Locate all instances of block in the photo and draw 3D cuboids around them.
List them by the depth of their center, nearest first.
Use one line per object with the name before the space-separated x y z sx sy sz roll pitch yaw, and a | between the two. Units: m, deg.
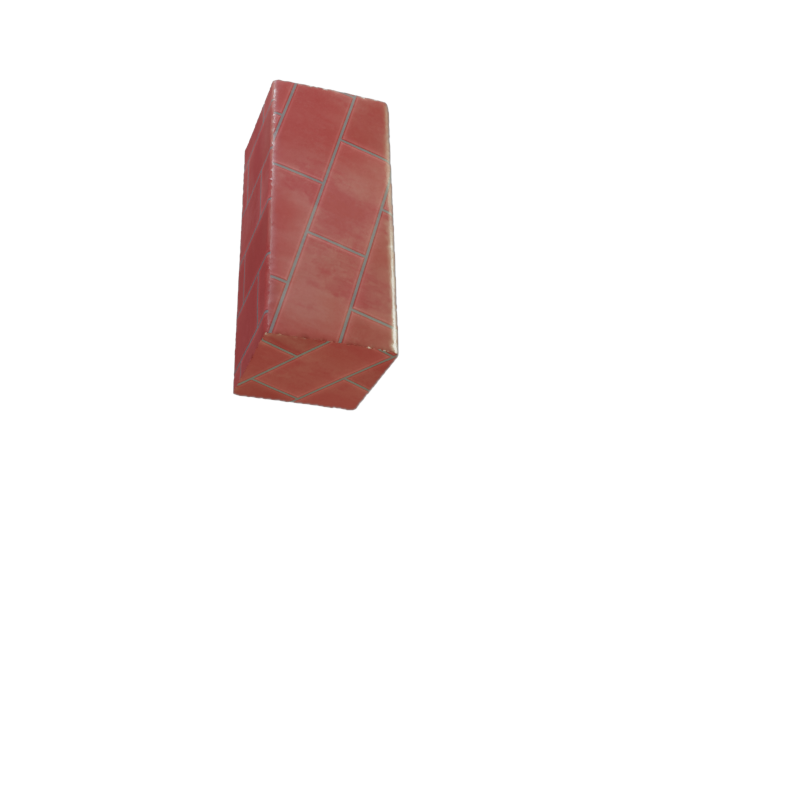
block | -0.060 -0.110 0.773 0.088 0.220 0.087 9 -33 -18
